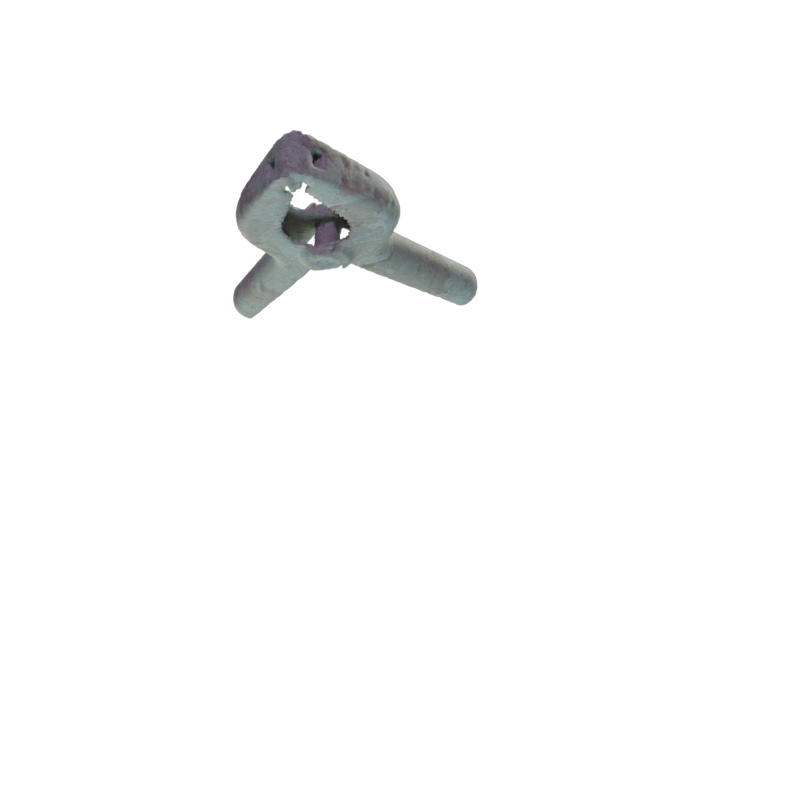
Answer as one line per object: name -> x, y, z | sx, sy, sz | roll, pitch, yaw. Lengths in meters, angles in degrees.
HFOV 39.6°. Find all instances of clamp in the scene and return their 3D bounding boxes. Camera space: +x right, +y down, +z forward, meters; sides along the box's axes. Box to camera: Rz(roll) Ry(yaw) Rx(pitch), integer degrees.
clamp -> -0.053, -0.096, 0.673 | 0.167, 0.038, 0.196 | -6, -20, 16
